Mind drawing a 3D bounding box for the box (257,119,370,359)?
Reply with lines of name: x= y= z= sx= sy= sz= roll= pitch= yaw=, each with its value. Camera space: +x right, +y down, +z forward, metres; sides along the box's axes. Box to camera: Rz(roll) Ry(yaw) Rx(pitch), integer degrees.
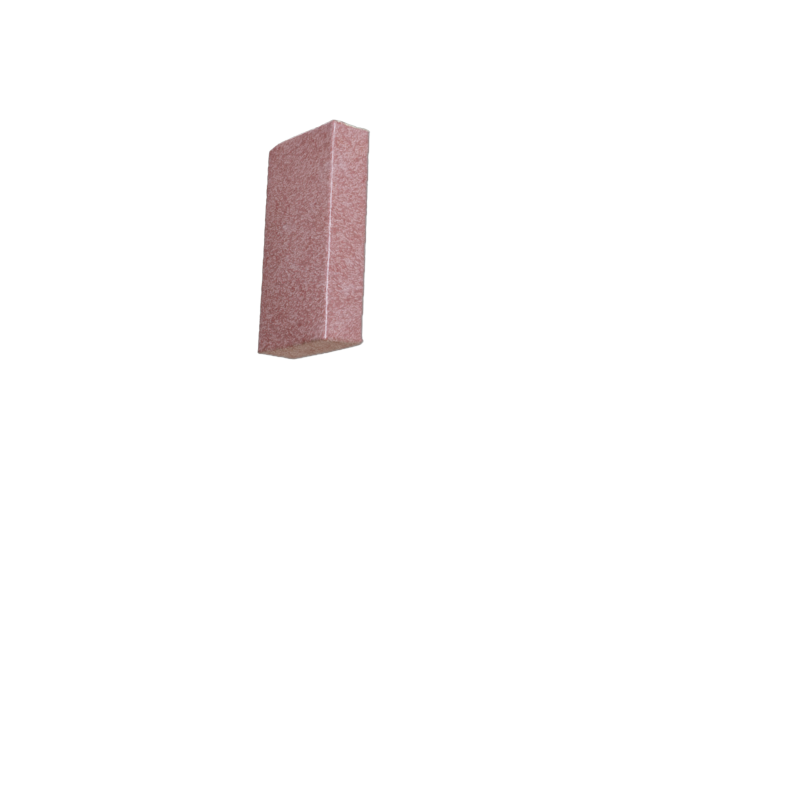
box: x=-0.070 y=-0.126 z=0.885 sx=0.046 sy=0.182 sz=0.095 roll=10 pitch=-17 yaw=-39
